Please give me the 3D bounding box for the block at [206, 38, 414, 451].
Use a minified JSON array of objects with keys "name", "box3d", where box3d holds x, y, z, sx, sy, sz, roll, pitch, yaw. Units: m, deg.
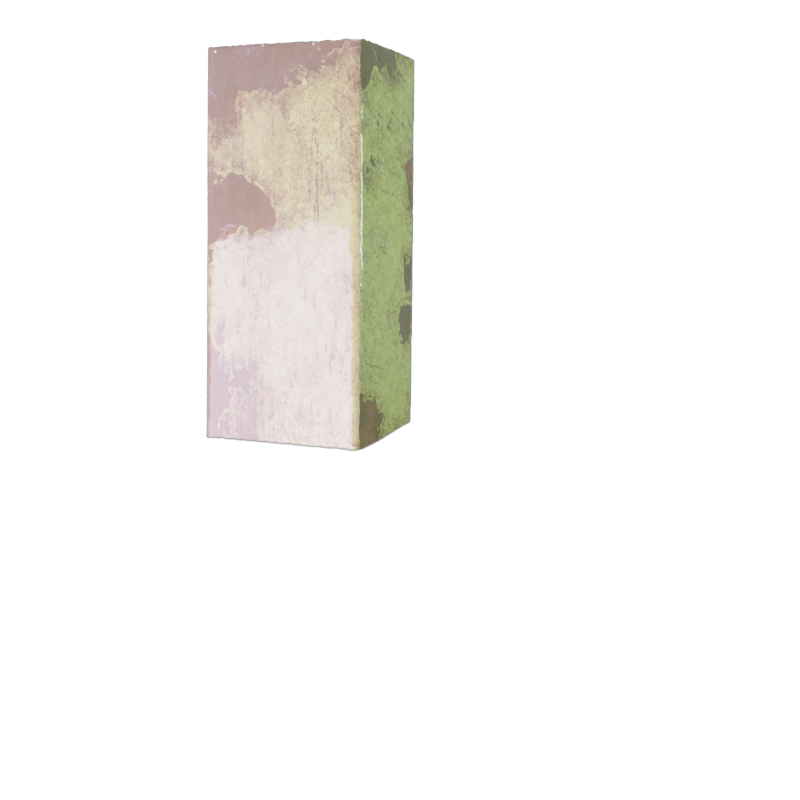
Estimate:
[{"name":"block","box3d":[-0.047,-0.087,0.607,0.093,0.205,0.088,1,3,21]}]
